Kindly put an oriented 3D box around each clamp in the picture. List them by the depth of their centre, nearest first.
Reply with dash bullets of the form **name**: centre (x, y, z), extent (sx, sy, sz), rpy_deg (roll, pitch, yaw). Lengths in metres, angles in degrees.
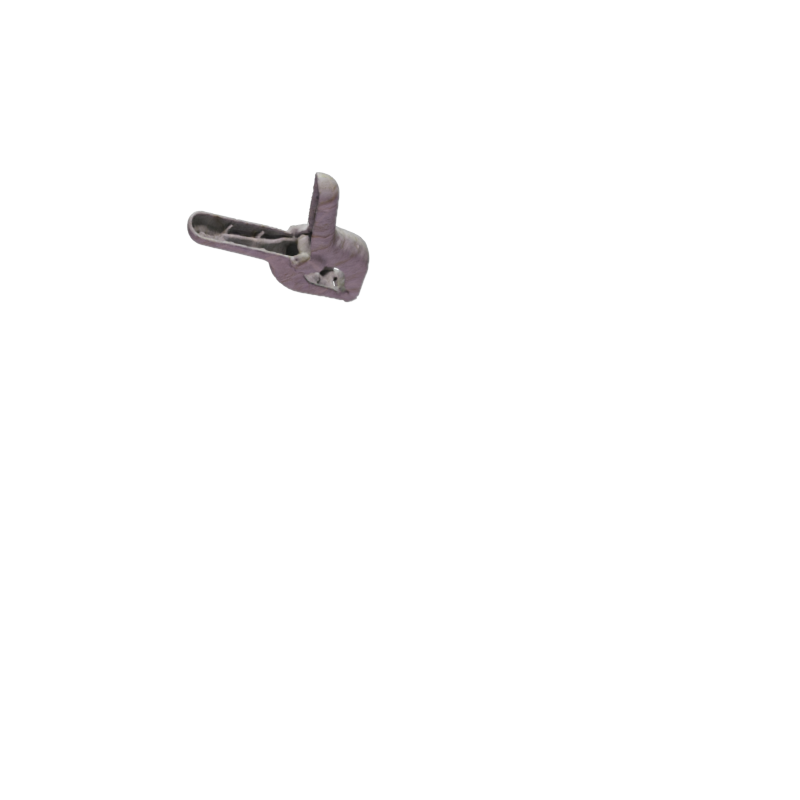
- **clamp**: centre (-0.067, -0.121, 0.851), extent (0.122, 0.041, 0.160), rpy_deg (-11, -20, 32)
